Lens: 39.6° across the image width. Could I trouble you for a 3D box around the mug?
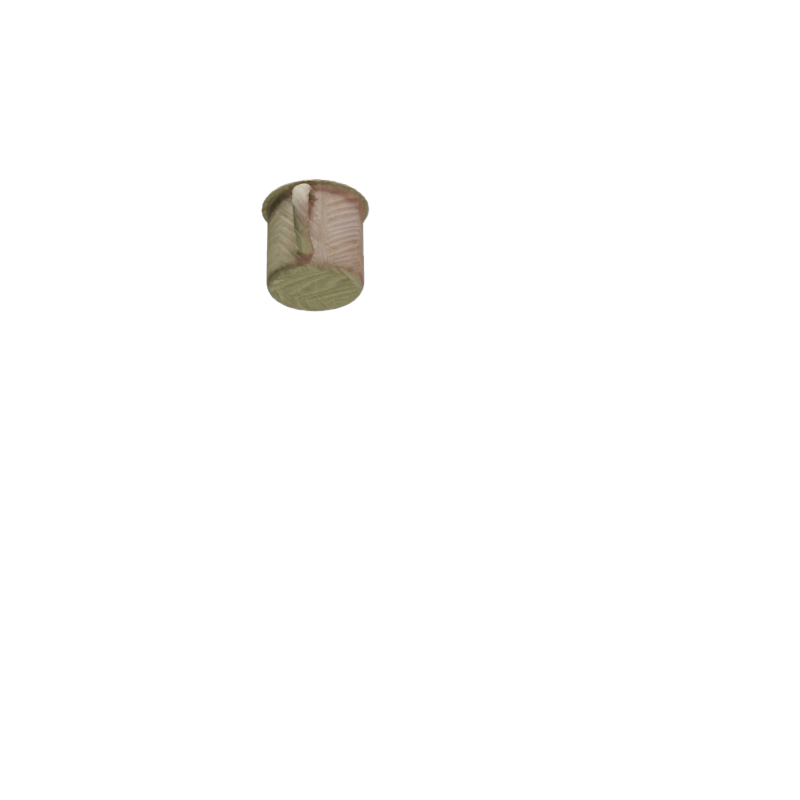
[{"bbox_3d":[-0.073,-0.132,0.927,0.094,0.087,0.109,-3,-27,4],"label":"mug"}]
